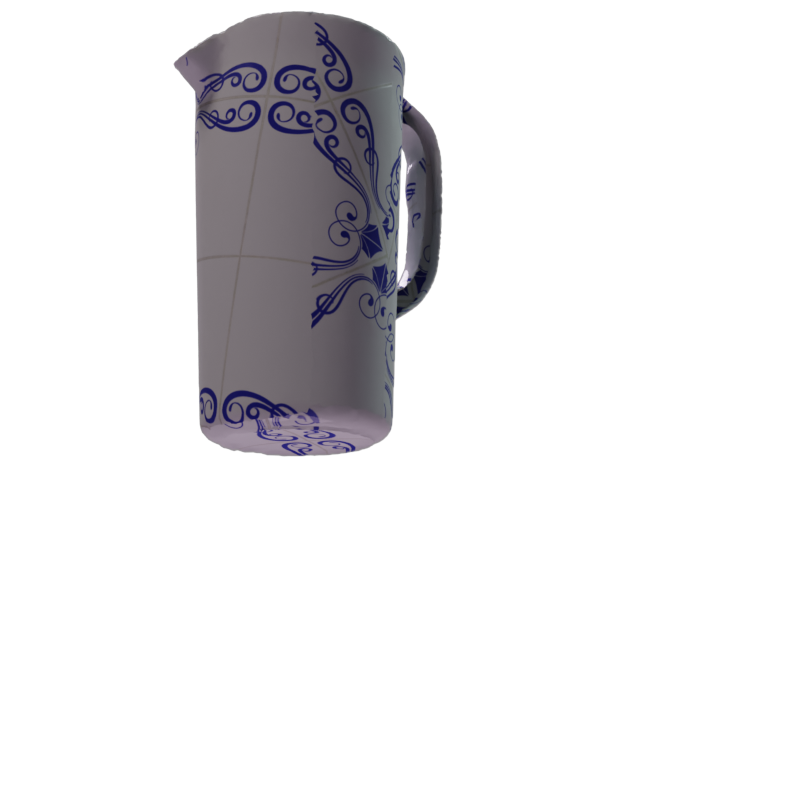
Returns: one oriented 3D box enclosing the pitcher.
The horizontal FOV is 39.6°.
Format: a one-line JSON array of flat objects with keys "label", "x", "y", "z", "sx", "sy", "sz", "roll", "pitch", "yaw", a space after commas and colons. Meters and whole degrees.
[{"label": "pitcher", "x": -0.052, "y": -0.094, "z": 0.661, "sx": 0.151, "sy": 0.254, "sz": 0.137, "roll": -4, "pitch": -18, "yaw": 8}]
